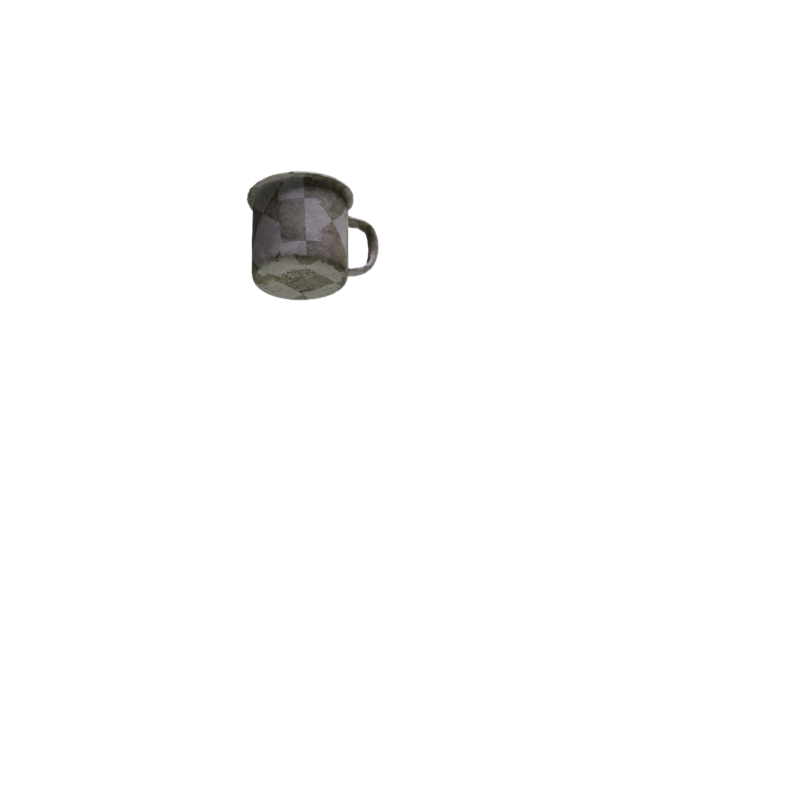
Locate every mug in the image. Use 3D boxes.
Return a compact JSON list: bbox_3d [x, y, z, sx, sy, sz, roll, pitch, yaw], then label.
[{"bbox_3d":[-0.074,-0.135,0.947,0.113,0.086,0.091,8,-25,-21],"label":"mug"}]
